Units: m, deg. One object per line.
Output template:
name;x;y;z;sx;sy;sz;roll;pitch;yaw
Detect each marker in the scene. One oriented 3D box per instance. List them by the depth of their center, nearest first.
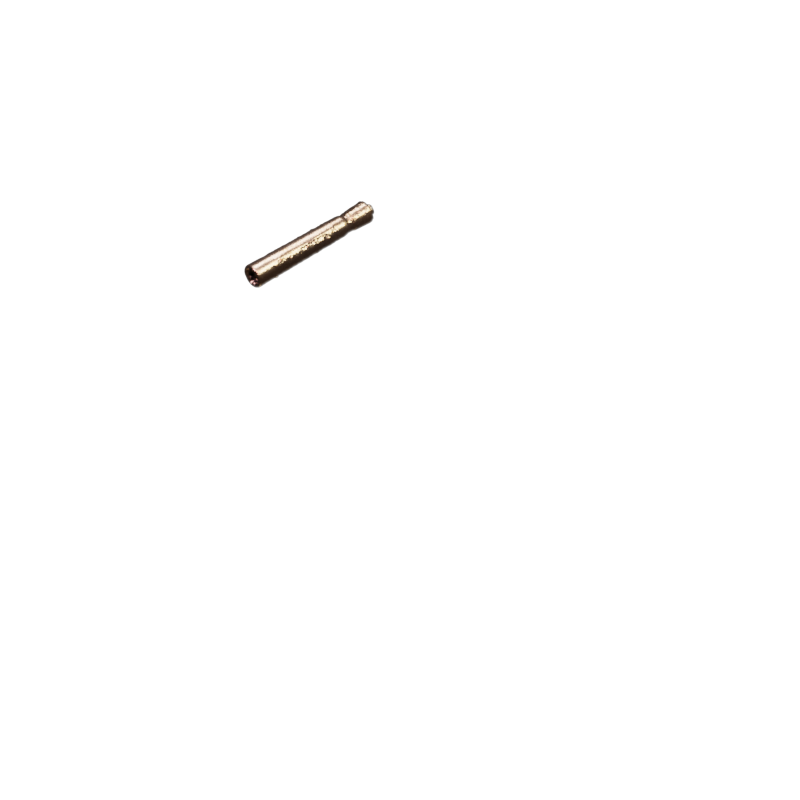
marker;-0.066;-0.121;0.844;0.121;0.019;0.021;-35;23;-30
